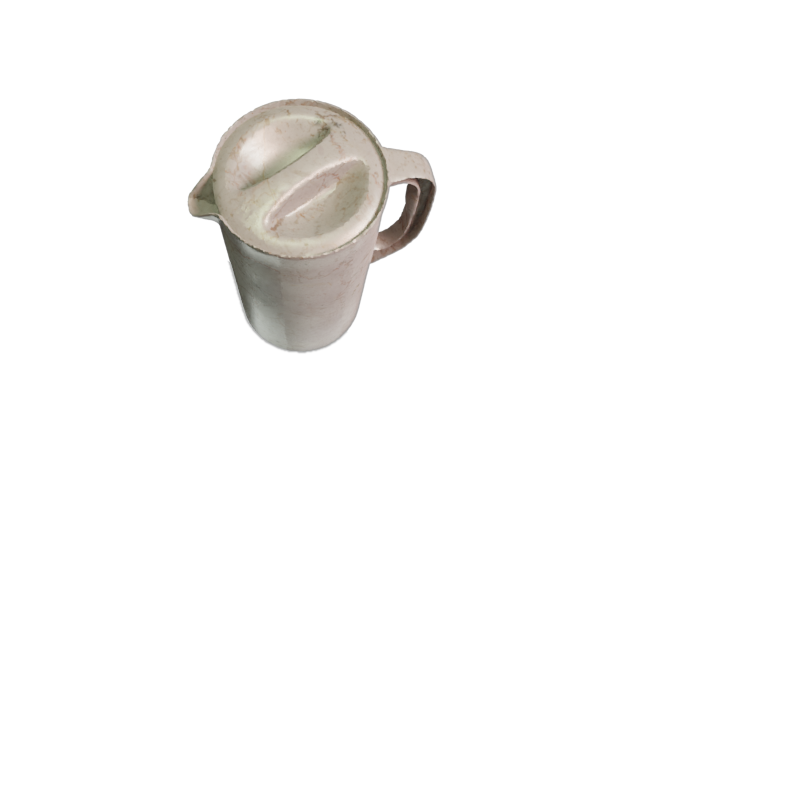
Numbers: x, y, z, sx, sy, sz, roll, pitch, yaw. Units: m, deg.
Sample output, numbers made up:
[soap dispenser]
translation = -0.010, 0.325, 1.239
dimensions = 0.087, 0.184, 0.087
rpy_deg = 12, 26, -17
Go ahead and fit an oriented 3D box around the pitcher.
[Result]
[pitcher]
translation = -0.071, -0.130, 0.911
dimensions = 0.153, 0.148, 0.231
rpy_deg = 31, -19, 8
